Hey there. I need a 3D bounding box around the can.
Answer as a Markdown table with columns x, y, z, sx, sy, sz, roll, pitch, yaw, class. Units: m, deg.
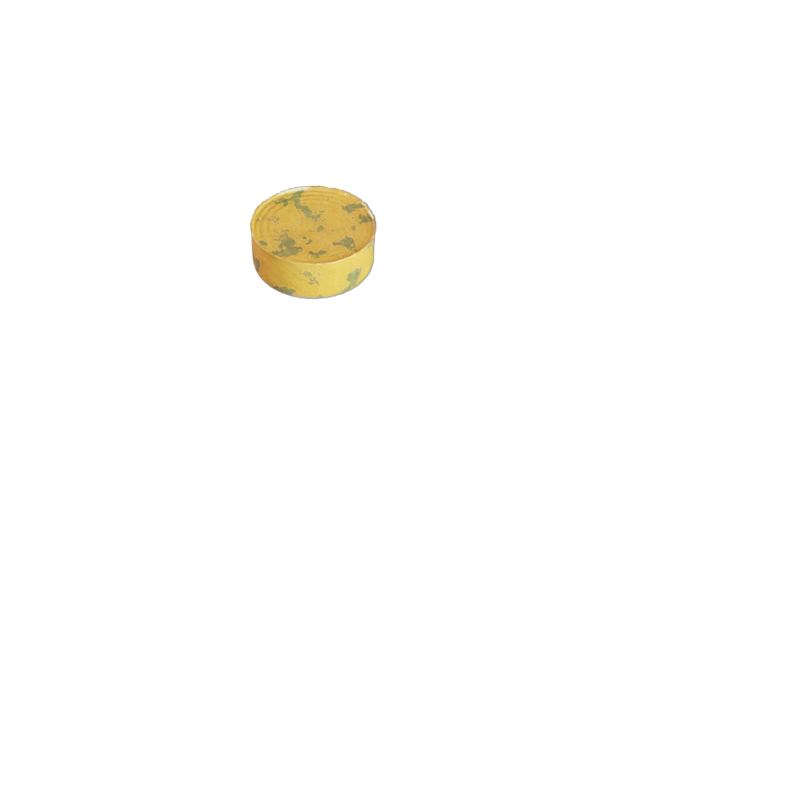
| x | y | z | sx | sy | sz | roll | pitch | yaw | class |
| --- | --- | --- | --- | --- | --- | --- | --- | --- | --- |
| -0.060 | -0.109 | 0.760 | 0.086 | 0.031 | 0.092 | -1 | 44 | -2 | can |
